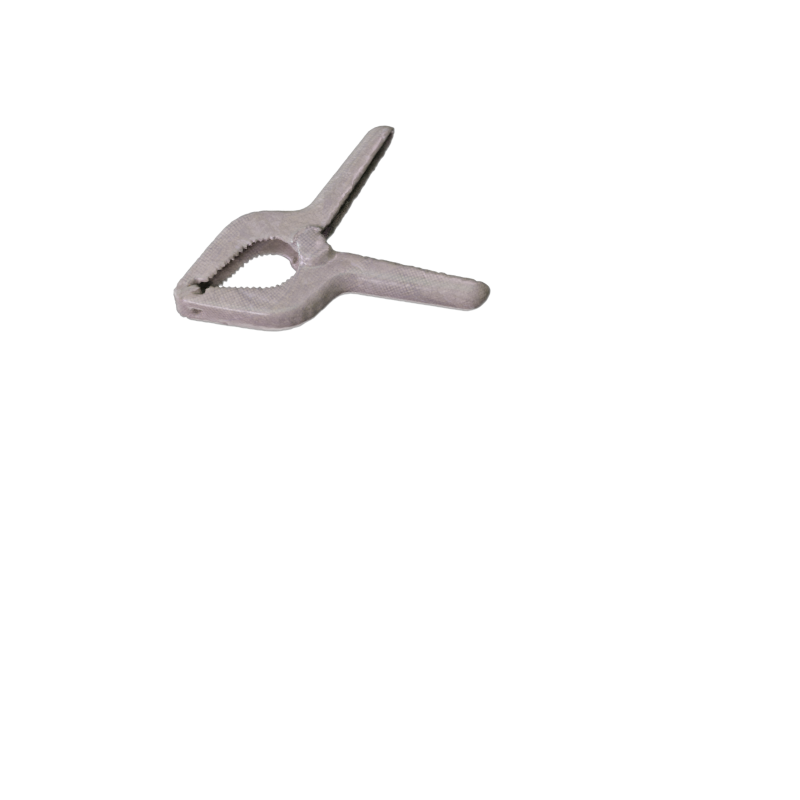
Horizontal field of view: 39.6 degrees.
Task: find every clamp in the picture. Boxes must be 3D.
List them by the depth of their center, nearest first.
[{"bbox_3d":[-0.062,-0.112,0.786,0.208,0.176,0.034,-15,-30,-9],"label":"clamp"}]
